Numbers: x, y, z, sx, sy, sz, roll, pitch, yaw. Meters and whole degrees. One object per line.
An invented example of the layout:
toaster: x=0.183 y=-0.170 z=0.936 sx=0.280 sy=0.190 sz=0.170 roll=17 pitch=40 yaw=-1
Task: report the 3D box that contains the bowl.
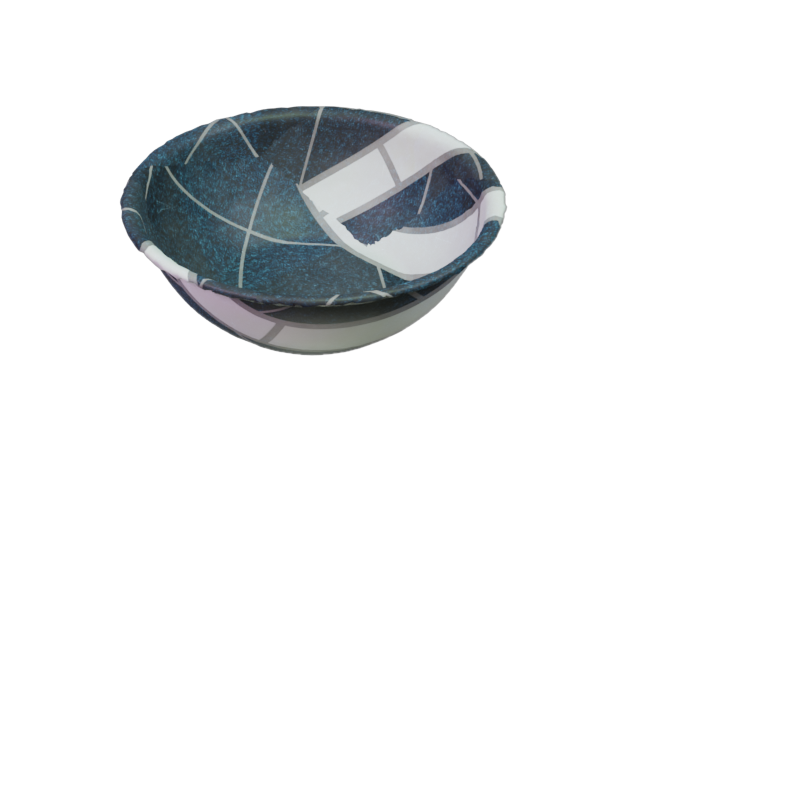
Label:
bowl: x=-0.038 y=-0.069 z=0.482 sx=0.162 sy=0.051 sz=0.173 roll=-1 pitch=38 yaw=-2
